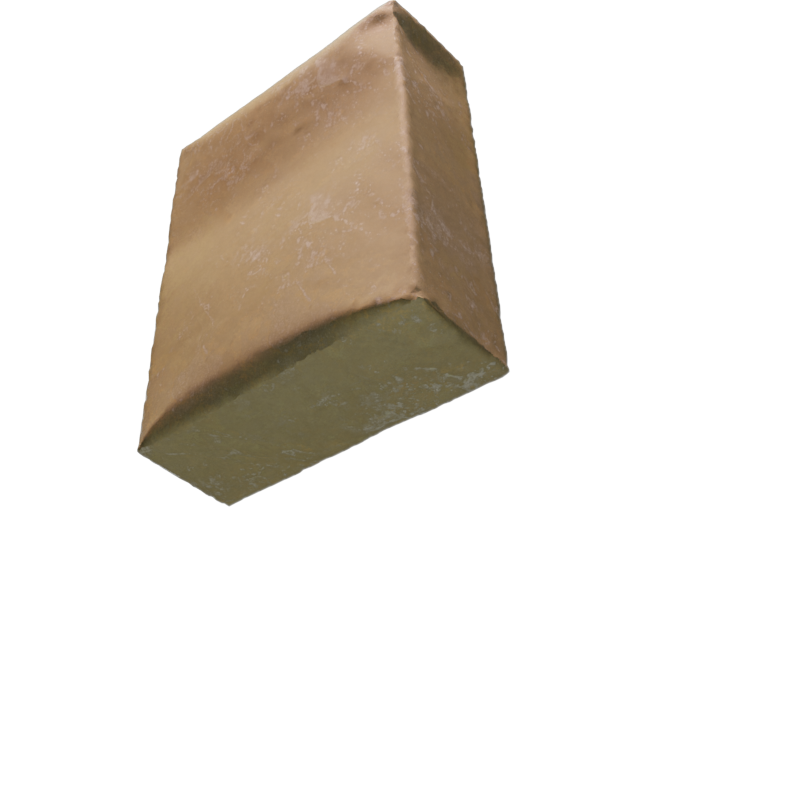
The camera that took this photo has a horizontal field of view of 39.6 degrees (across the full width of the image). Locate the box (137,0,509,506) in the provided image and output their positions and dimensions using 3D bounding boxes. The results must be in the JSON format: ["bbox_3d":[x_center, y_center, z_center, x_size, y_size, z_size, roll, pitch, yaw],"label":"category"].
[{"bbox_3d":[-0.043,-0.079,0.552,0.164,0.230,0.067,-28,-46,27],"label":"box"}]
